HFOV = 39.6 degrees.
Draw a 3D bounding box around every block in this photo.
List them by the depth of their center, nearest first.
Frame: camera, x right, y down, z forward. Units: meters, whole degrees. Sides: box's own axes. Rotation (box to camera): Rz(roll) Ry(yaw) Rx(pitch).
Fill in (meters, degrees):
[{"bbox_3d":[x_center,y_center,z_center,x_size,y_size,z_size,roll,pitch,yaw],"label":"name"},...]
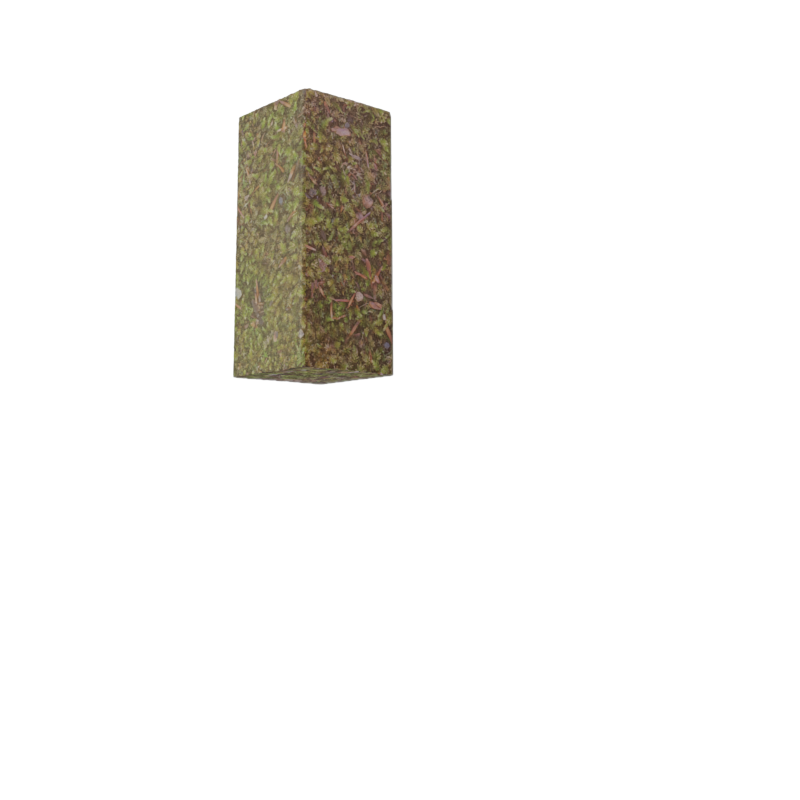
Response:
[{"bbox_3d":[-0.066,-0.121,0.850,0.086,0.212,0.092,9,-15,-40],"label":"block"}]
